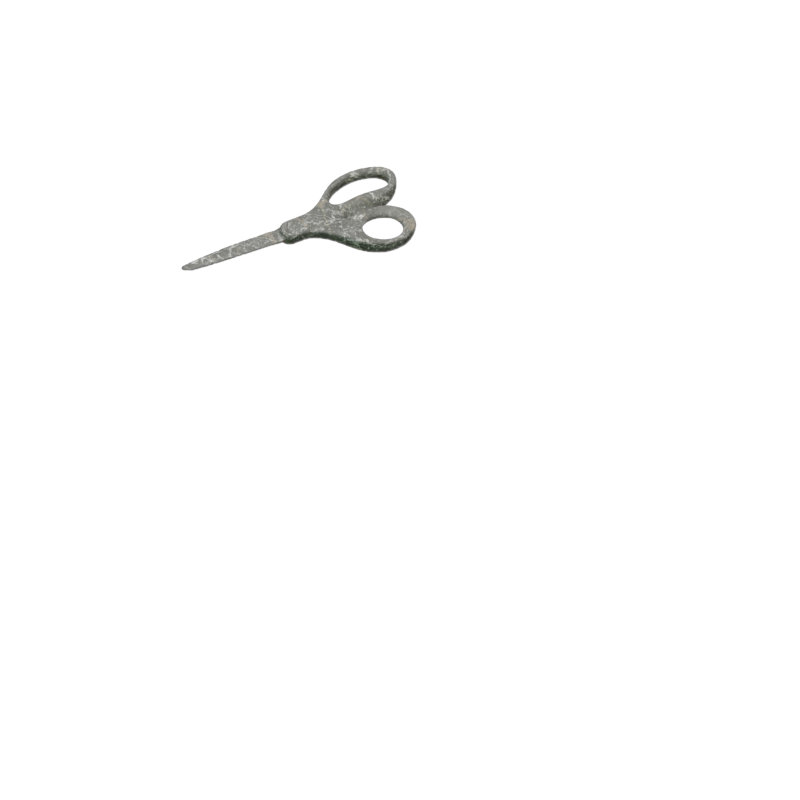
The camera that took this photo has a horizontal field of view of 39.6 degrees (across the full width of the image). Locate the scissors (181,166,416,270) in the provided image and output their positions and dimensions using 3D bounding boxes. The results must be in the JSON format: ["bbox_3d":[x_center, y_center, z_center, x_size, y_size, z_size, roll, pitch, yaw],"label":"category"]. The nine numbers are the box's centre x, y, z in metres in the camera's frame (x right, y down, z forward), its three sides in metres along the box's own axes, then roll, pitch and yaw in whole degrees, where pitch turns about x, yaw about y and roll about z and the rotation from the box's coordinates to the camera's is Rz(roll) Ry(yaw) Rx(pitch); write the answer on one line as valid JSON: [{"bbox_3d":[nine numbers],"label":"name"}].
[{"bbox_3d":[-0.072,-0.131,0.917,0.203,0.015,0.102,-36,61,-24],"label":"scissors"}]
